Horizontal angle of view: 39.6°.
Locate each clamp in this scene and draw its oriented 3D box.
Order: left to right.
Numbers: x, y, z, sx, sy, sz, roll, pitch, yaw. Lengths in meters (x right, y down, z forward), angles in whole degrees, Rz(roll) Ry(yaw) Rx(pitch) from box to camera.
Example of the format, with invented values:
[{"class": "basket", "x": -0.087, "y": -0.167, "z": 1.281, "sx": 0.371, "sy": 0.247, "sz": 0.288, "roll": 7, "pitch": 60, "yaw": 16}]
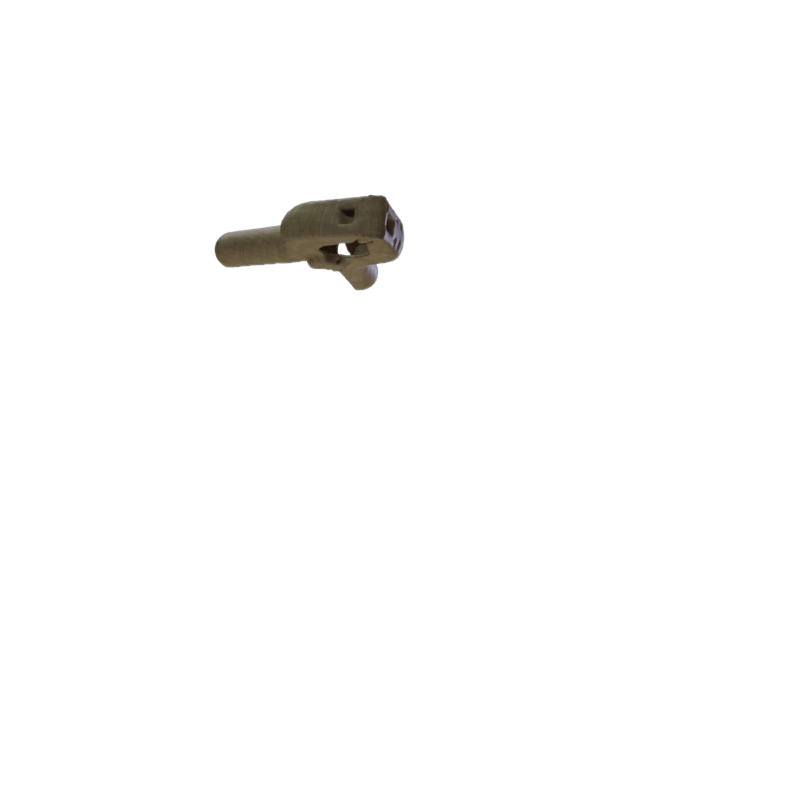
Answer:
[{"class": "clamp", "x": -0.057, "y": -0.104, "z": 0.732, "sx": 0.118, "sy": 0.040, "sz": 0.169, "roll": 2, "pitch": -8, "yaw": -13}]
